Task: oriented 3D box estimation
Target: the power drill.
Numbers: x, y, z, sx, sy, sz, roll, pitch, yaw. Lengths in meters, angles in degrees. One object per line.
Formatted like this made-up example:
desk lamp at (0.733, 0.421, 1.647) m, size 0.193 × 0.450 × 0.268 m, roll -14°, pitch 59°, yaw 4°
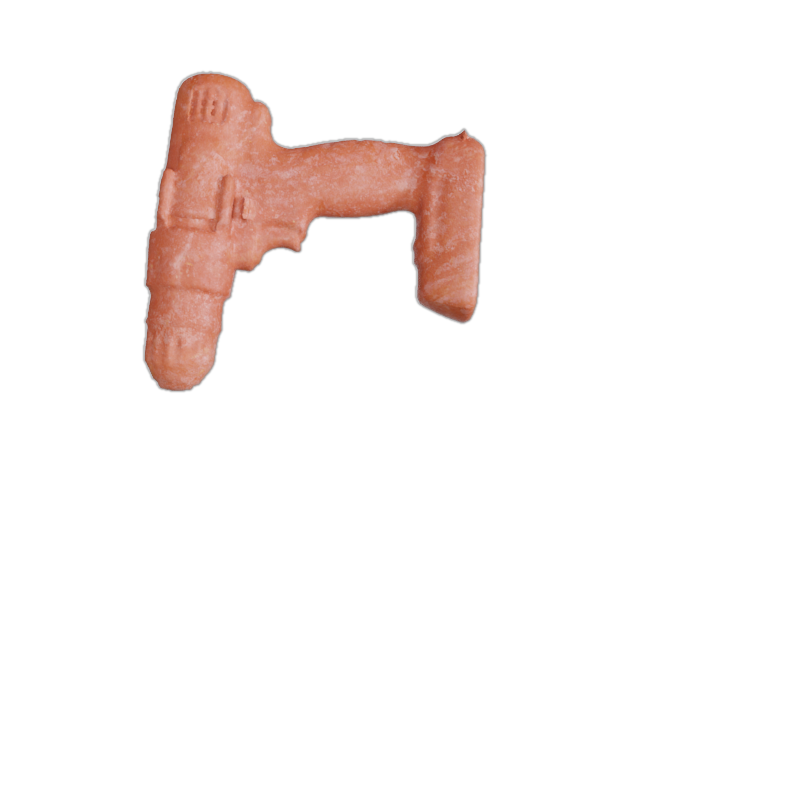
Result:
power drill at (-0.049, -0.090, 0.632) m, size 0.188 × 0.188 × 0.056 m, roll 6°, pitch -9°, yaw 0°
